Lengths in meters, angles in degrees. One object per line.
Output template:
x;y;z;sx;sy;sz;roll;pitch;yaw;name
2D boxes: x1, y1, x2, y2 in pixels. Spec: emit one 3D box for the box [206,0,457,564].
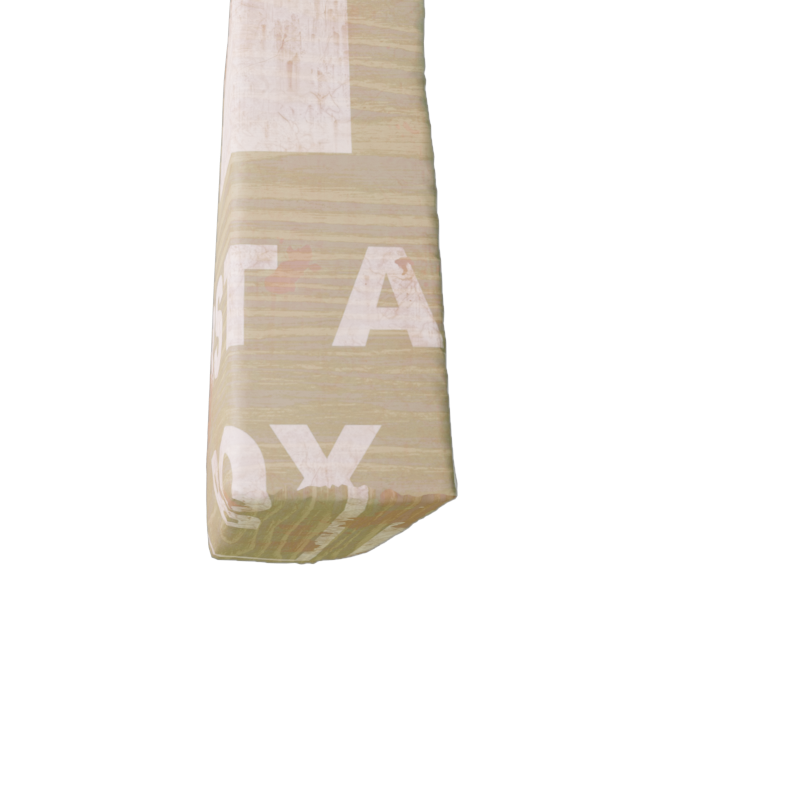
-0.032;-0.058;0.406;0.071;0.224;0.159;2;-19;-10;box
